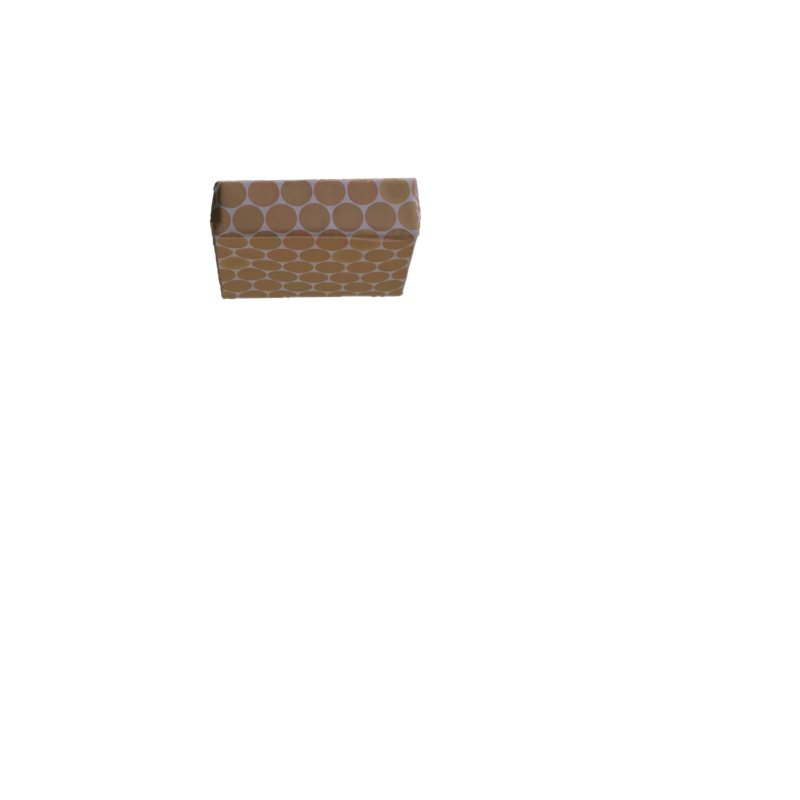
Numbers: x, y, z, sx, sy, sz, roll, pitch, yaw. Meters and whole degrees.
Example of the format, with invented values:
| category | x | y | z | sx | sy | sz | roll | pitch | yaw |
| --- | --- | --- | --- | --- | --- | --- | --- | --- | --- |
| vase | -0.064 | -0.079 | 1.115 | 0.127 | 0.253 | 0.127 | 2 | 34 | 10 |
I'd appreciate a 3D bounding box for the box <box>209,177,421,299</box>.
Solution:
| category | x | y | z | sx | sy | sz | roll | pitch | yaw |
| --- | --- | --- | --- | --- | --- | --- | --- | --- | --- |
| box | -0.049 | -0.090 | 0.632 | 0.113 | 0.041 | 0.086 | 1 | -18 | -4 |
